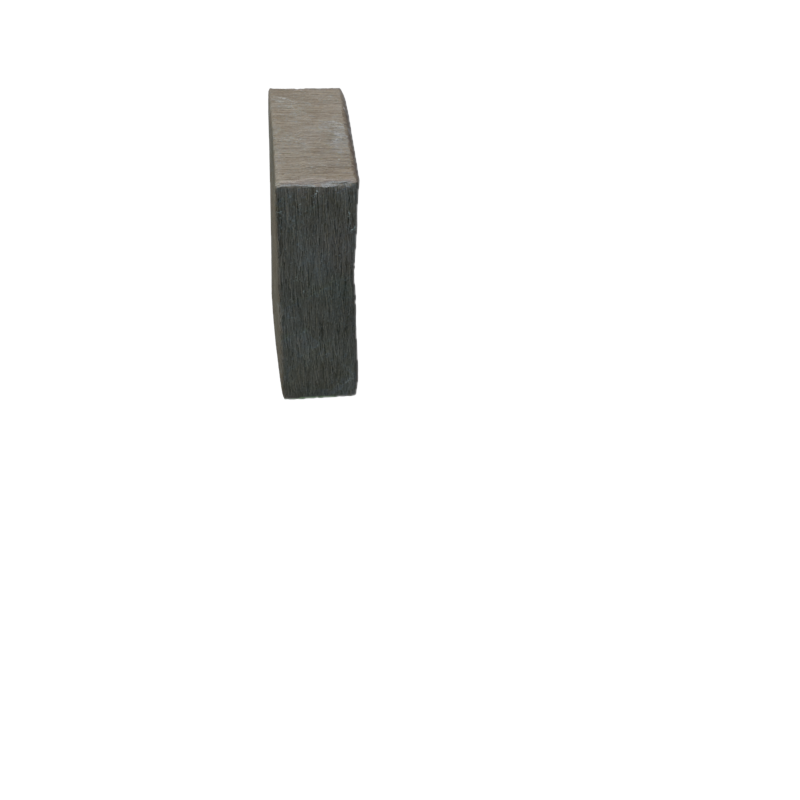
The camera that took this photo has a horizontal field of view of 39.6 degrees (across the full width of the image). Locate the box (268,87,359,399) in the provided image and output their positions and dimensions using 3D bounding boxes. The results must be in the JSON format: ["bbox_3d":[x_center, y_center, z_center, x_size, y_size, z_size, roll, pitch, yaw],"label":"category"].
[{"bbox_3d":[-0.074,-0.134,0.939,0.071,0.200,0.177,-2,38,-7],"label":"box"}]
